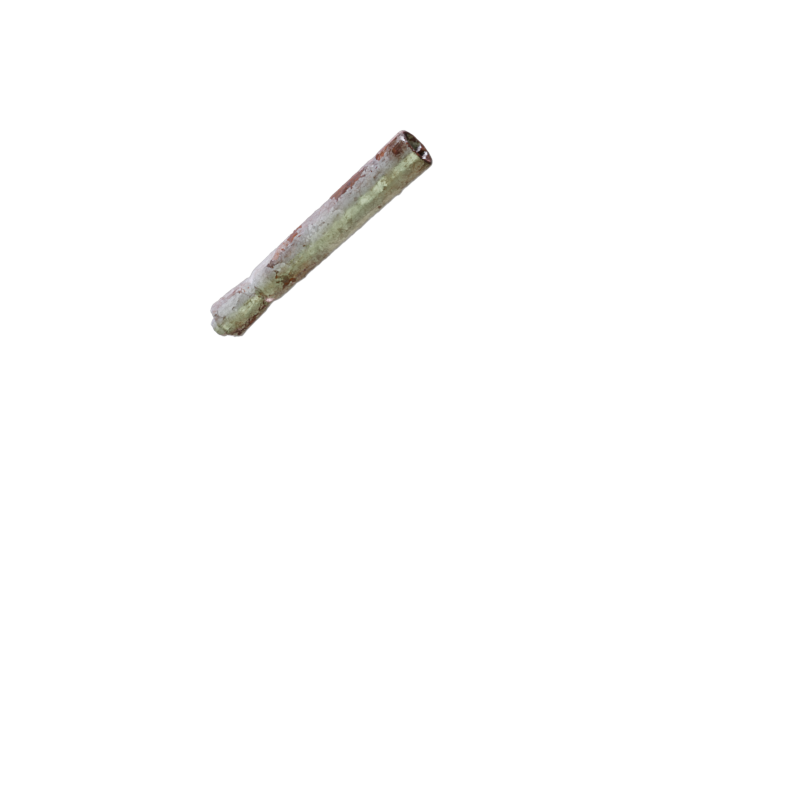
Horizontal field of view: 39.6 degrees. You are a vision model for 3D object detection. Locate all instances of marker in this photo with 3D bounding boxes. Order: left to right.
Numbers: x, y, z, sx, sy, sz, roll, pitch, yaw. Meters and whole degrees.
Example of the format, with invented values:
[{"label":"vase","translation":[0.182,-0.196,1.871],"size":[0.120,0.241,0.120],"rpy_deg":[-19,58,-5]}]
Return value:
[{"label":"marker","translation":[-0.036,-0.066,0.463],"size":[0.119,0.021,0.019],"rpy_deg":[-39,-13,22]}]
